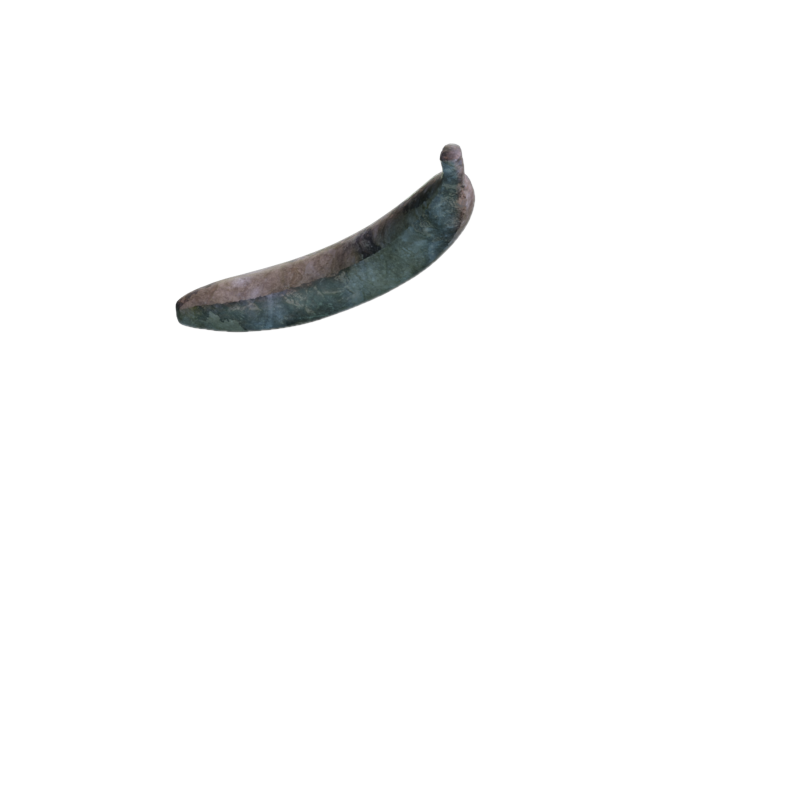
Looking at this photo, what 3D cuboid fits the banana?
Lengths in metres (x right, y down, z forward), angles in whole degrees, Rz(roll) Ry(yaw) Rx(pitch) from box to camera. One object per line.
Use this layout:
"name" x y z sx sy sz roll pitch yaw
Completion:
"banana" -0.032 -0.078 0.601 0.198 0.039 0.065 -27 -46 28
